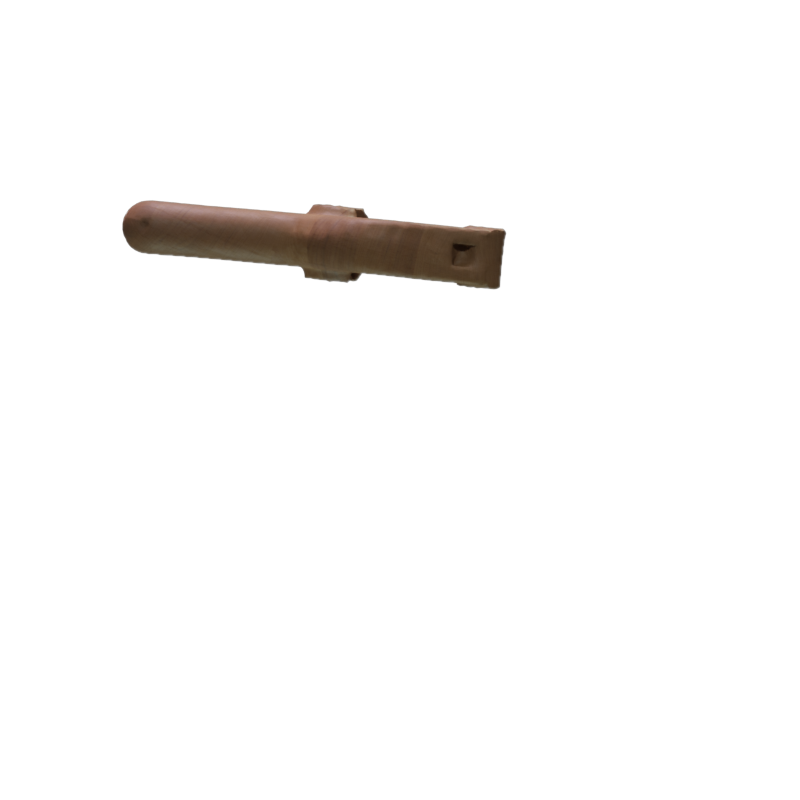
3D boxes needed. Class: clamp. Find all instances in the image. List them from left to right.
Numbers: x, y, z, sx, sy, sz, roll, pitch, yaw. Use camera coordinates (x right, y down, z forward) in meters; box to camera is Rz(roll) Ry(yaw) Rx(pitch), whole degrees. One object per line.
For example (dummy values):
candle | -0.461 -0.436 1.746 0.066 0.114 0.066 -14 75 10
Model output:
clamp | -0.041 -0.074 0.520 0.178 0.038 0.117 7 13 31
